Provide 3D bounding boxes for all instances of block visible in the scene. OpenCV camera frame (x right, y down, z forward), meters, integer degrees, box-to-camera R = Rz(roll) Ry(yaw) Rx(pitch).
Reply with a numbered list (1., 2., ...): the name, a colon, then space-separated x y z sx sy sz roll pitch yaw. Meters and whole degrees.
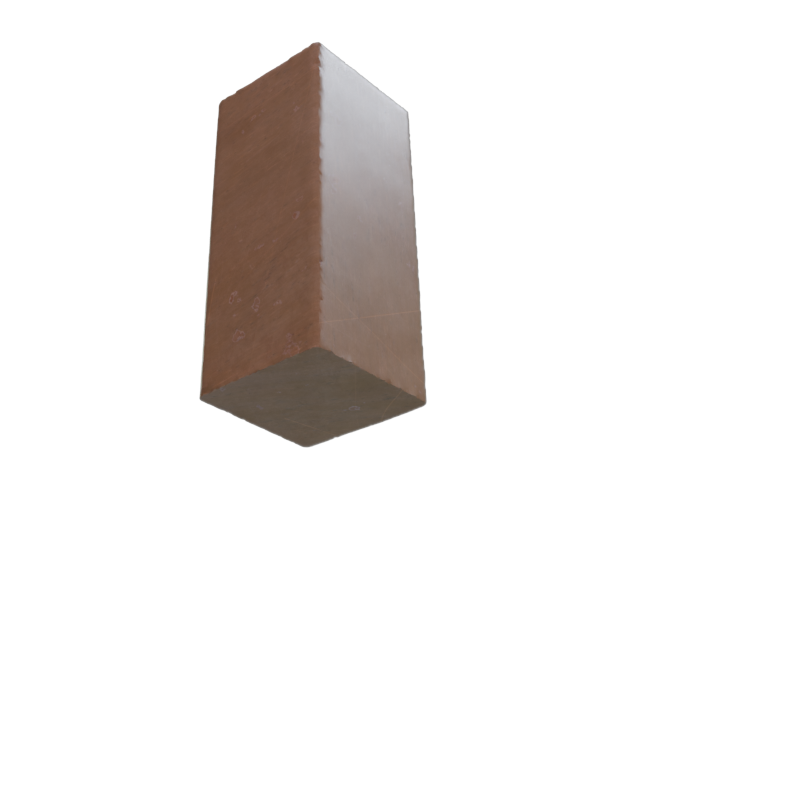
1. block: -0.051 -0.092 0.647 0.090 0.220 0.085 -25 -38 32
